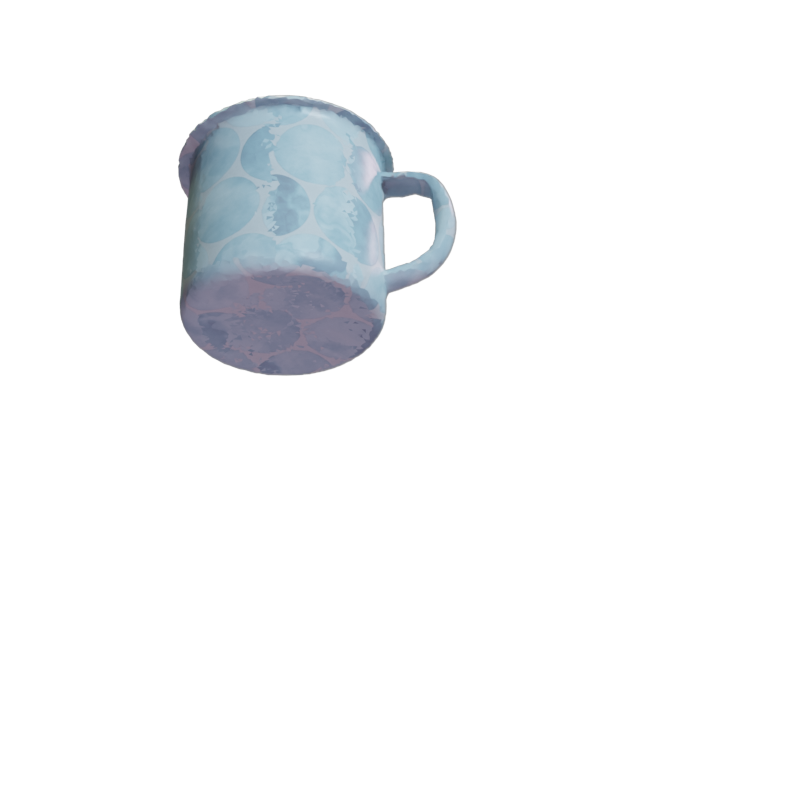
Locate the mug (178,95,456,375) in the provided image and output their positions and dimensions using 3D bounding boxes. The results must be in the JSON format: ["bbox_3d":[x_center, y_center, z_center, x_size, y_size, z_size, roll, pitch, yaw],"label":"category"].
[{"bbox_3d":[-0.035,-0.065,0.453,0.118,0.087,0.086,-5,-35,6],"label":"mug"}]
